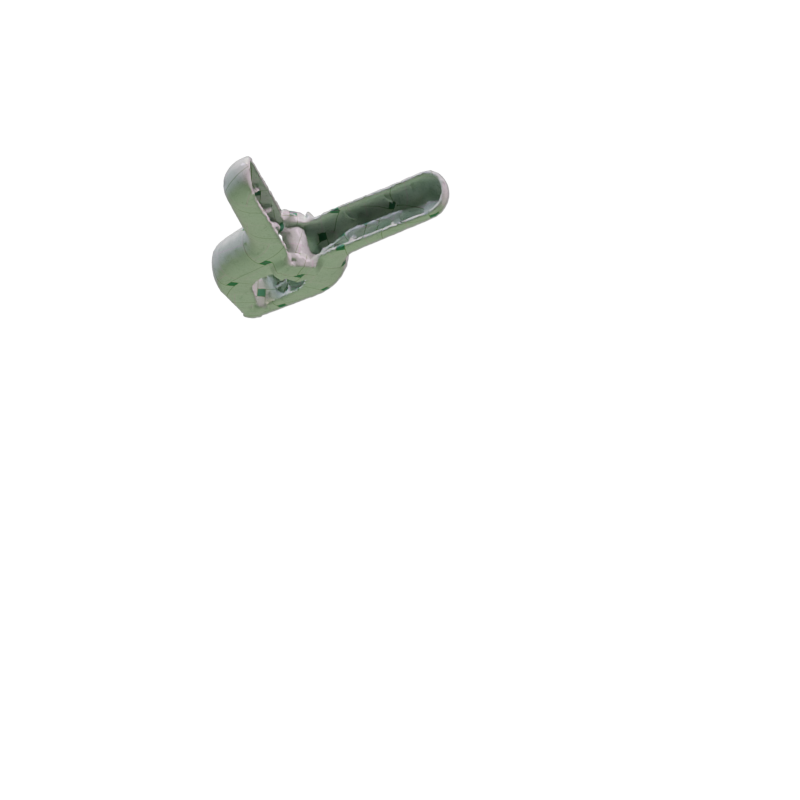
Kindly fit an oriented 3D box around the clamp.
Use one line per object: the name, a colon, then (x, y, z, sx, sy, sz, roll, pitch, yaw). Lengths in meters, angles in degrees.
clamp: (-0.049, -0.089, 0.621, 0.118, 0.041, 0.167, 4, -16, -14)
